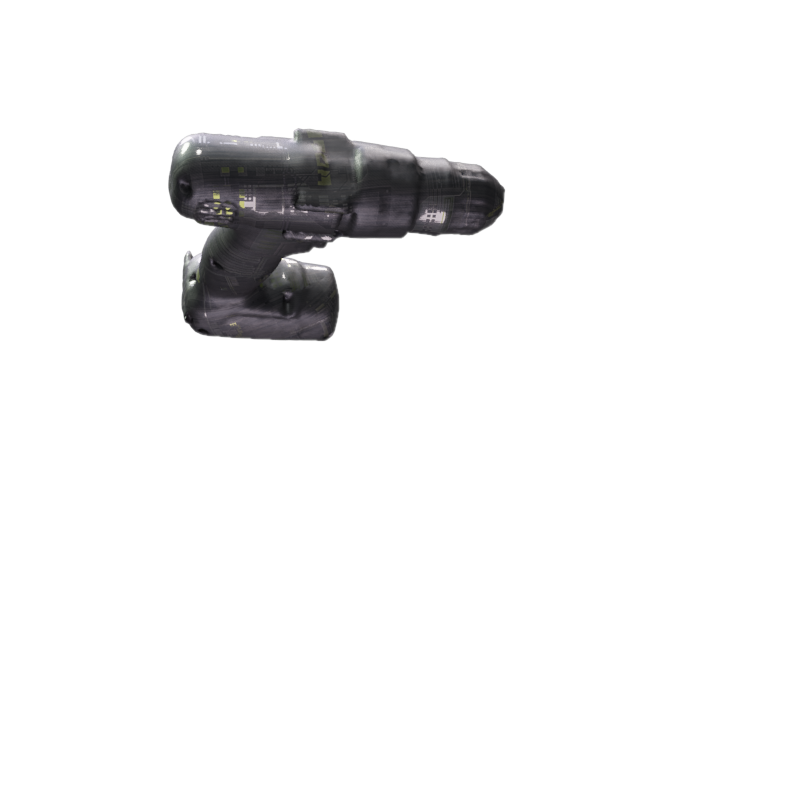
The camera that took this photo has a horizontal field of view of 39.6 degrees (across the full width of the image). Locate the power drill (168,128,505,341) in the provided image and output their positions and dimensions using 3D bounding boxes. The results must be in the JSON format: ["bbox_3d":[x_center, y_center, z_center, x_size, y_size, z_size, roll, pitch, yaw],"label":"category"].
[{"bbox_3d":[-0.052,-0.094,0.658,0.181,0.061,0.181,5,-23,-14],"label":"power drill"}]
